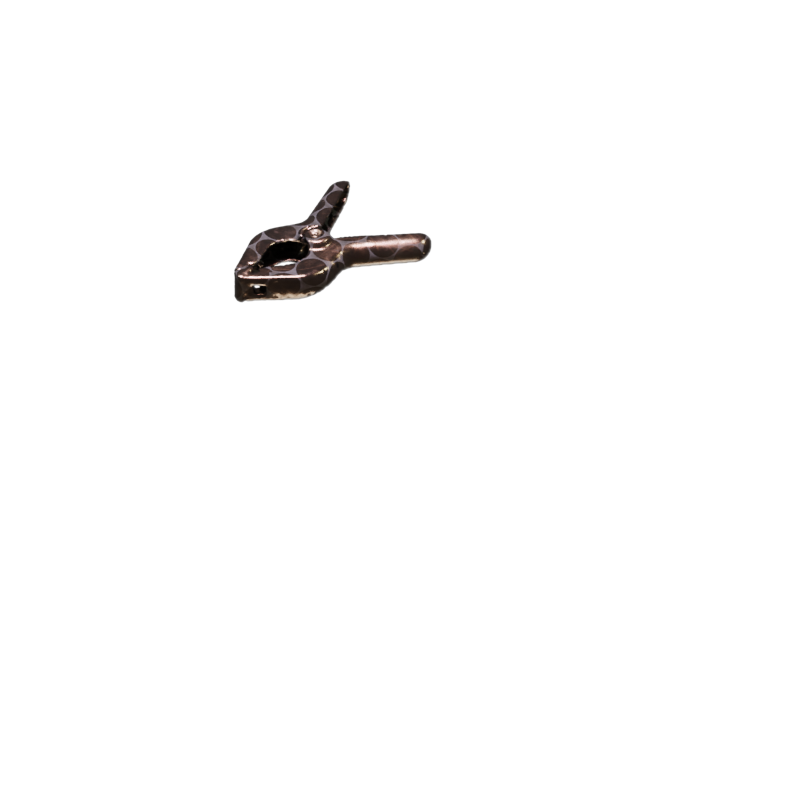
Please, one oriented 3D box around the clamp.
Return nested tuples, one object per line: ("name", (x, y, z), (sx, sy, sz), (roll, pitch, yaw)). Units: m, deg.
("clamp", (-0.074, -0.134, 0.939), (0.169, 0.037, 0.130), (-20, 41, -26))
